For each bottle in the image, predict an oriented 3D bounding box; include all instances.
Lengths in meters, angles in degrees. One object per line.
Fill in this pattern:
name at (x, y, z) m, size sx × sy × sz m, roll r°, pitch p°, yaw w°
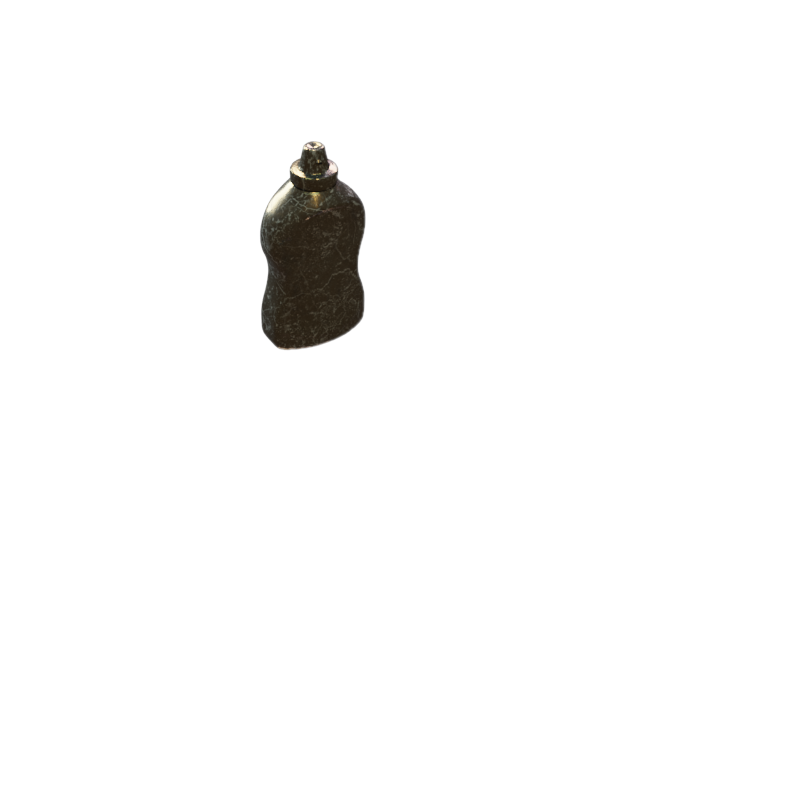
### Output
bottle at (-0.076, -0.139, 0.973) m, size 0.095 × 0.179 × 0.063 m, roll -18°, pitch 41°, yaw -25°
